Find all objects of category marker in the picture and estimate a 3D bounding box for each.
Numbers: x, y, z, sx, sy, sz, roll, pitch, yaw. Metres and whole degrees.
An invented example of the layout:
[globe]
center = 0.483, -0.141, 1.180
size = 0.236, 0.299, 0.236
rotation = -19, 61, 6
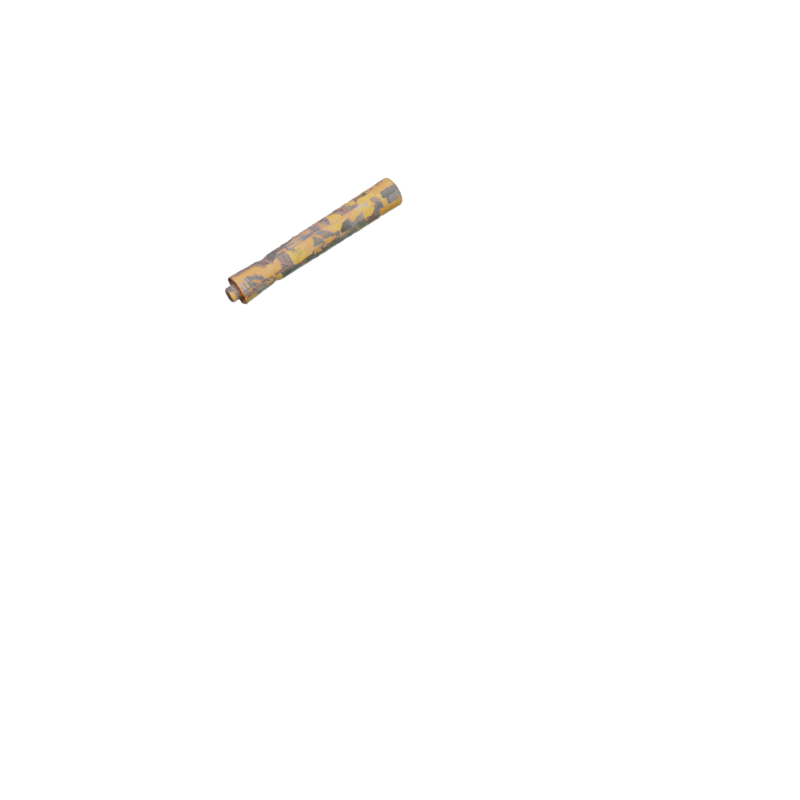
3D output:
[marker]
center = -0.051, -0.093, 0.653
size = 0.121, 0.019, 0.020
rotation = -35, 16, -17
